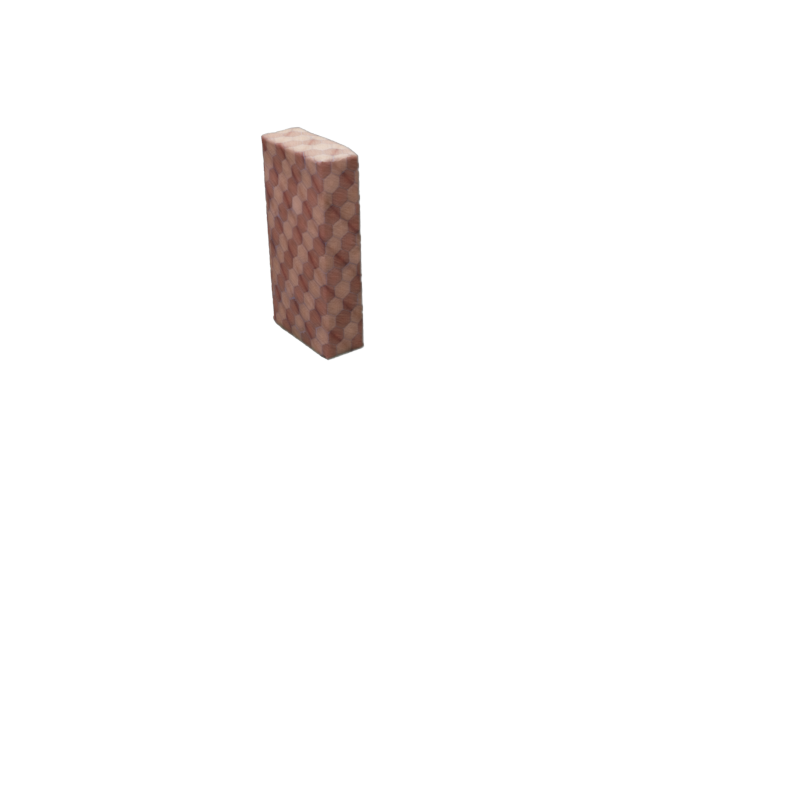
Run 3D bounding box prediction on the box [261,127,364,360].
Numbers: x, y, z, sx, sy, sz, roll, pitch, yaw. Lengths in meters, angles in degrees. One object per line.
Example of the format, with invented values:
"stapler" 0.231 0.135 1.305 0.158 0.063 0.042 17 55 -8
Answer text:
"box" -0.073 -0.133 0.933 0.047 0.167 0.100 -14 29 -32
